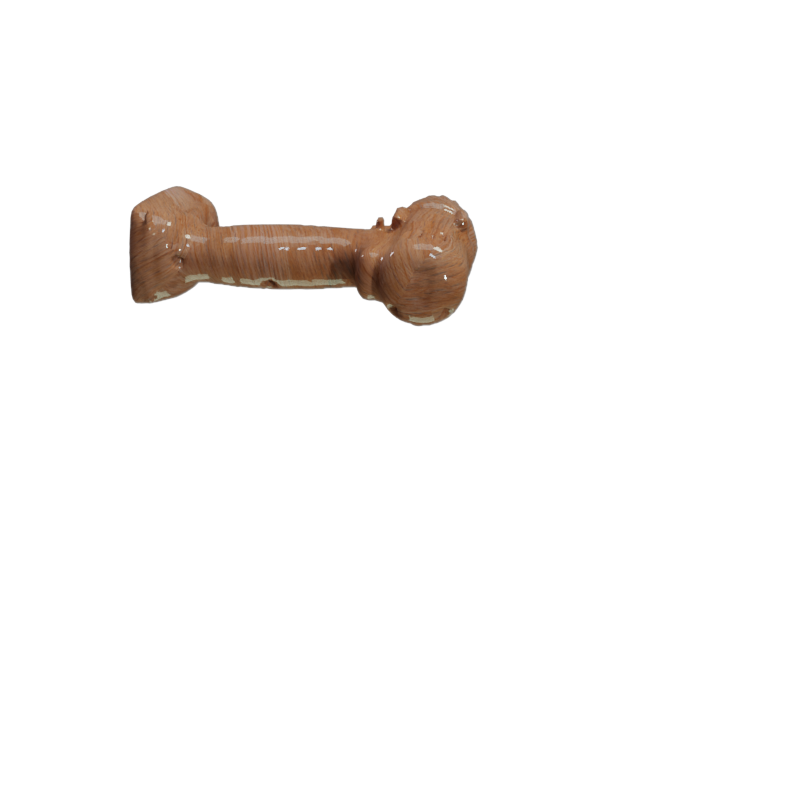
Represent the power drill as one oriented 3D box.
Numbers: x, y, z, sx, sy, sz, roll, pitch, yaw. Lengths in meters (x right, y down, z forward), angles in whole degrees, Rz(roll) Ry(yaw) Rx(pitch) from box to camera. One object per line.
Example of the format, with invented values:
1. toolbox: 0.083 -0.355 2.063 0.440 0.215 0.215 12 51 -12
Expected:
1. power drill: -0.050 -0.091 0.639 0.189 0.056 0.189 2 17 6
